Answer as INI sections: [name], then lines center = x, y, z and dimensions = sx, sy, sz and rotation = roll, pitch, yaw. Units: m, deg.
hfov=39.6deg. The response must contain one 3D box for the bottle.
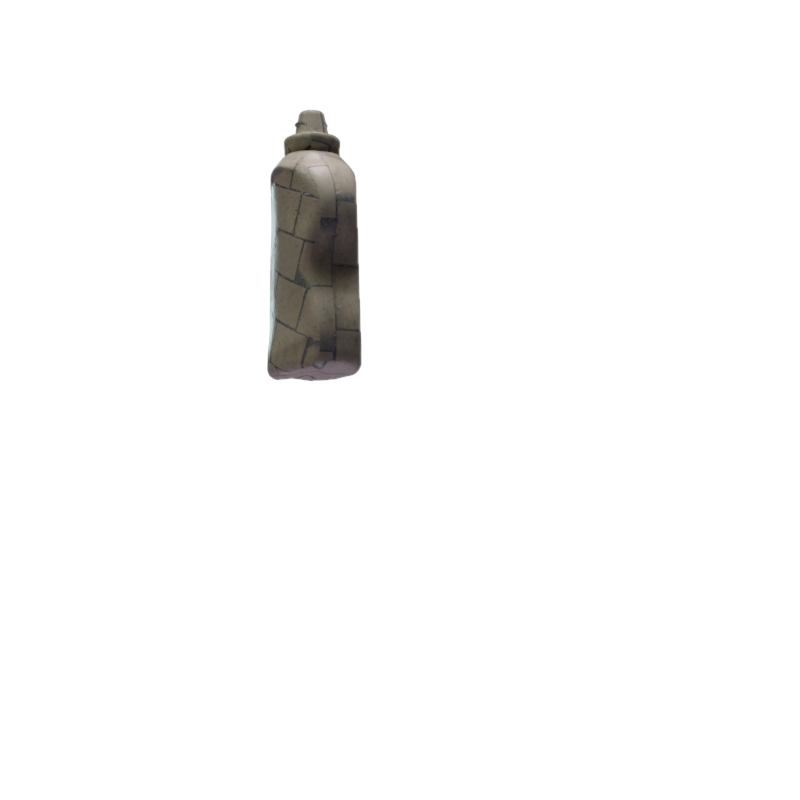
[bottle]
center = -0.062, -0.113, 0.788
dimensions = 0.057, 0.197, 0.096
rotation = 4, -11, -22
